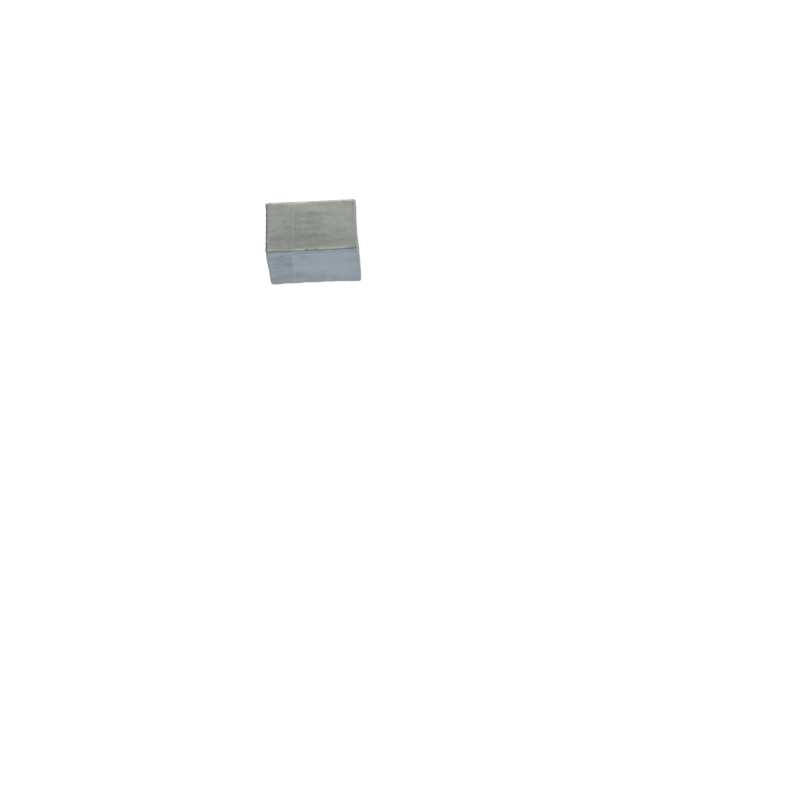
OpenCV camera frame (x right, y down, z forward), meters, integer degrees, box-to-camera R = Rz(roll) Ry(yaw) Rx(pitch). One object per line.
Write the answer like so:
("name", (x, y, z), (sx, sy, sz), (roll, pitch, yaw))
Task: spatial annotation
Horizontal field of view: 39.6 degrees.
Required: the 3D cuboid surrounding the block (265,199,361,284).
("block", (-0.073, -0.133, 0.931), (0.078, 0.055, 0.049), (-2, -29, 2))
